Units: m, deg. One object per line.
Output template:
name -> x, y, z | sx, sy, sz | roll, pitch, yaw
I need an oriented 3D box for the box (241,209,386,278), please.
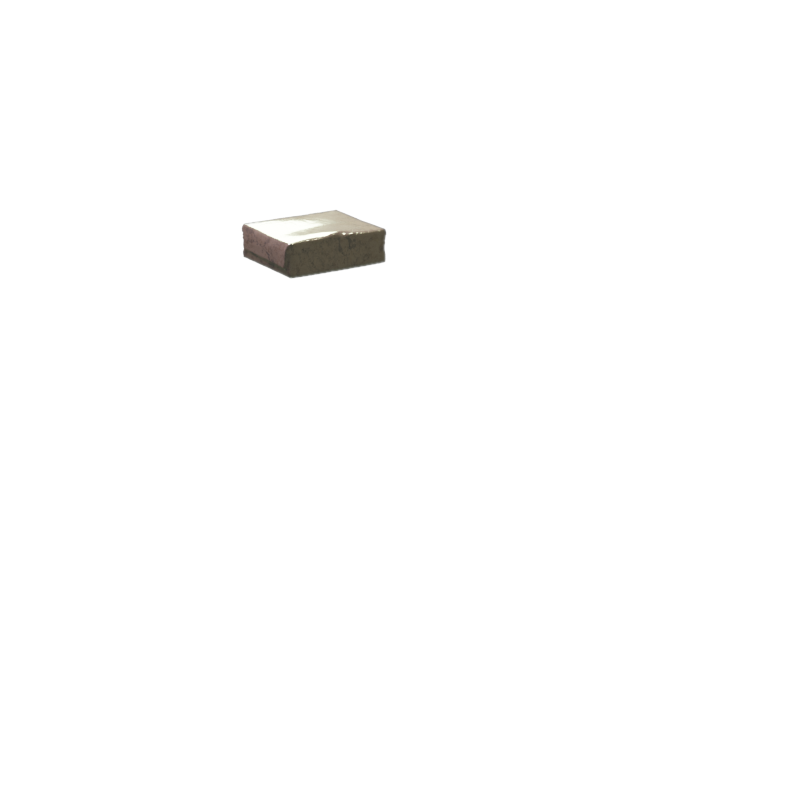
box -> -0.067, -0.122, 0.855 | 0.087, 0.029, 0.078 | -13, 25, -30
